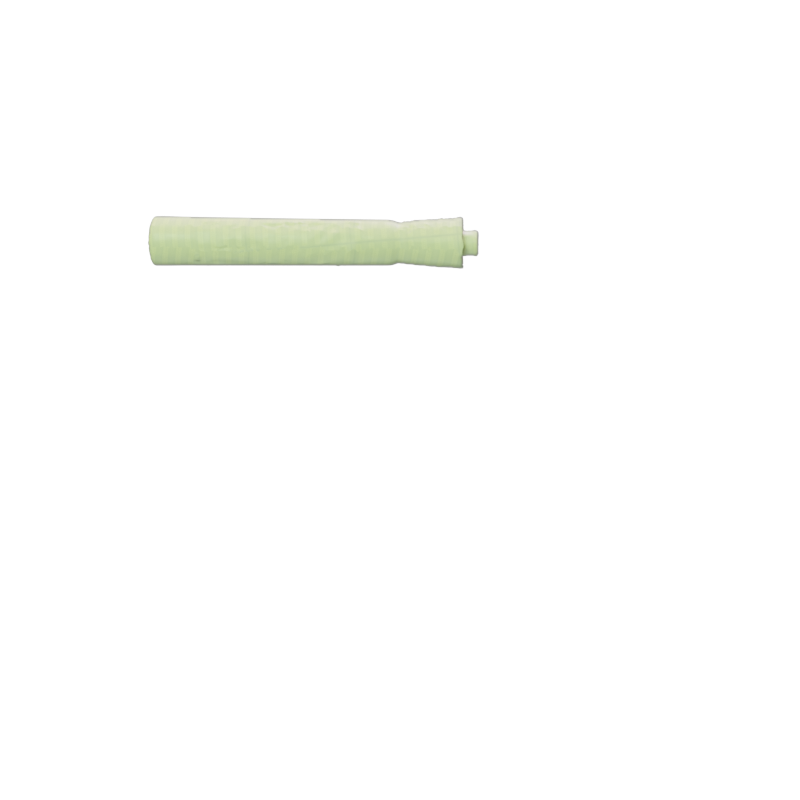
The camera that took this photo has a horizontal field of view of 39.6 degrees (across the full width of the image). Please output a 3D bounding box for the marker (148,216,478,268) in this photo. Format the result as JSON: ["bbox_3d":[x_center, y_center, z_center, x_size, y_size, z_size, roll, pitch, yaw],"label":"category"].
[{"bbox_3d":[-0.032,-0.059,0.411,0.122,0.020,0.020,1,4,7],"label":"marker"}]
